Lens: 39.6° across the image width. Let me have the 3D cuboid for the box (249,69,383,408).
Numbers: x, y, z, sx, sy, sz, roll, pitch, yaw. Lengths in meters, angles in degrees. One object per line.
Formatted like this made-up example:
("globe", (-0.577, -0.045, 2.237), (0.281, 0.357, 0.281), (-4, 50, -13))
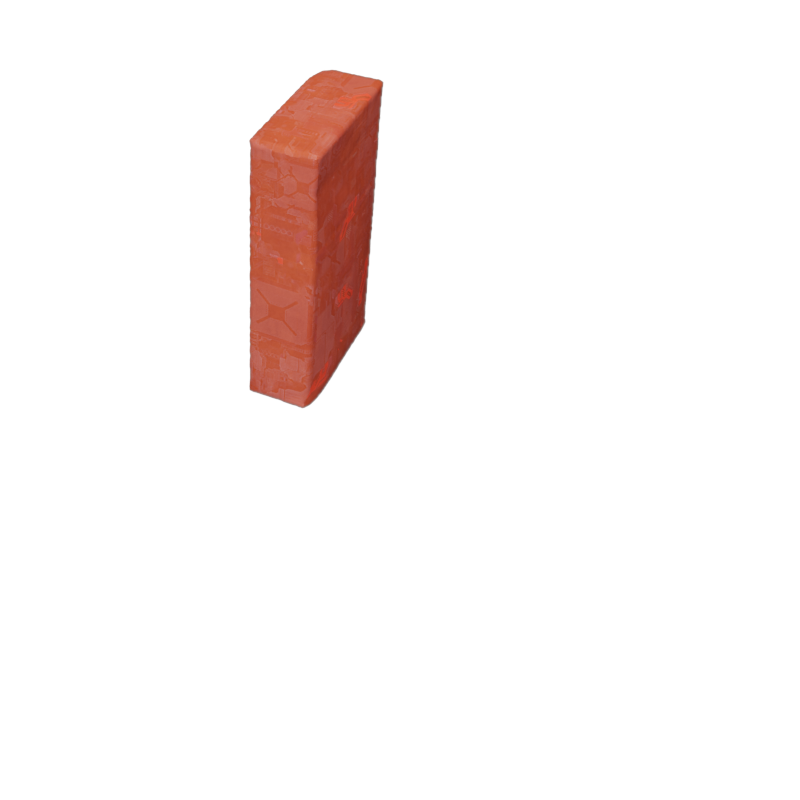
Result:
("box", (-0.050, -0.091, 0.634), (0.050, 0.165, 0.097), (15, 40, 15))
